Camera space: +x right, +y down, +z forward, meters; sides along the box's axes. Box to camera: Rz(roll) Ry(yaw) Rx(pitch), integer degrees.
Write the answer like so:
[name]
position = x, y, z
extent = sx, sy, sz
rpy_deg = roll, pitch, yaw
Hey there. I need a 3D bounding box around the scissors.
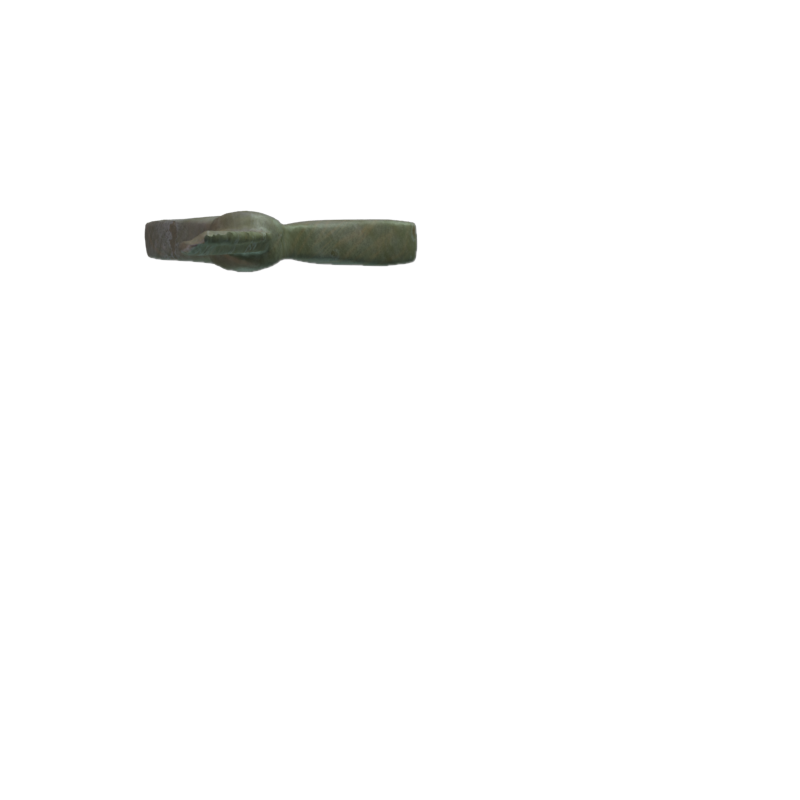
[scissors]
position = -0.023, -0.042, 0.296
extent = 0.094, 0.016, 0.208
rpy_deg = -3, 9, -17
